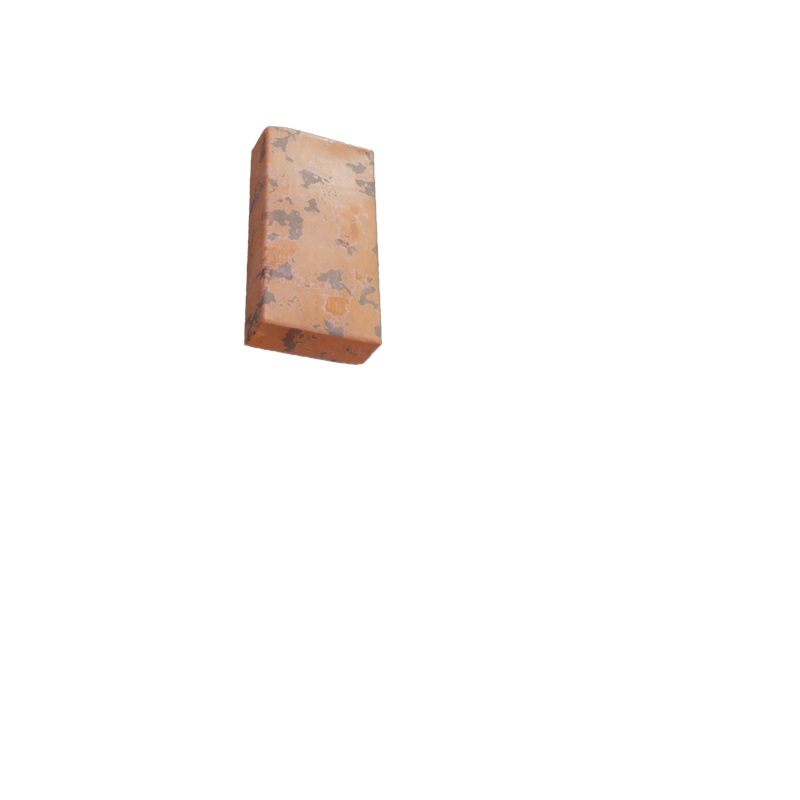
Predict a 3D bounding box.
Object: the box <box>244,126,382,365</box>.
[{"bbox_3d":[-0.064,-0.118,0.822,0.090,0.188,0.047,10,-32,-21],"label":"box"}]
